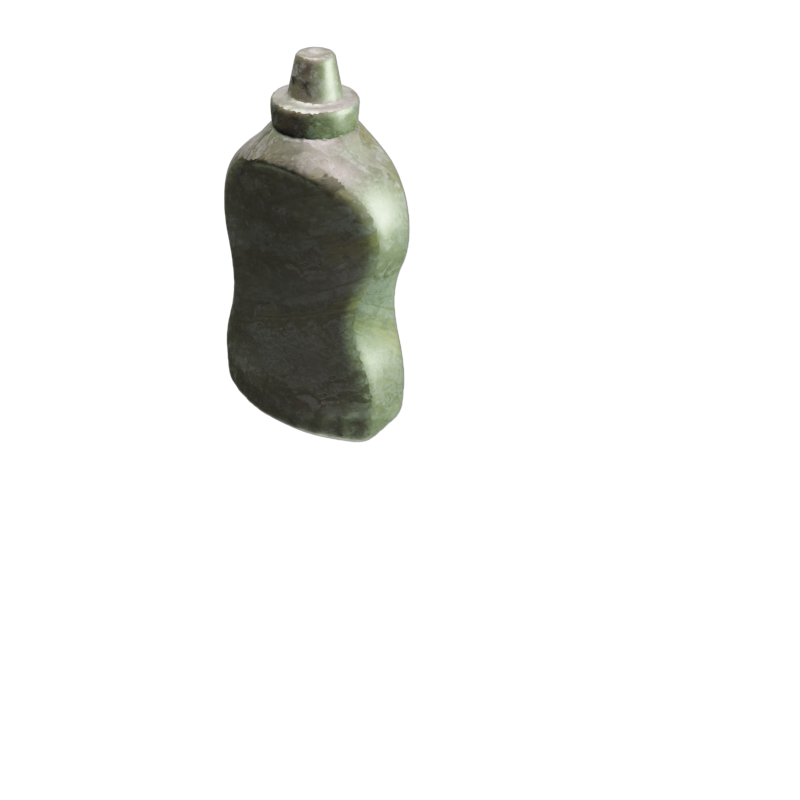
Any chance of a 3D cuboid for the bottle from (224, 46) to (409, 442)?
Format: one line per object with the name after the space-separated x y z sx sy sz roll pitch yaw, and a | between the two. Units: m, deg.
-0.042 -0.077 0.539 0.102 0.180 0.059 24 37 31 | bottle
